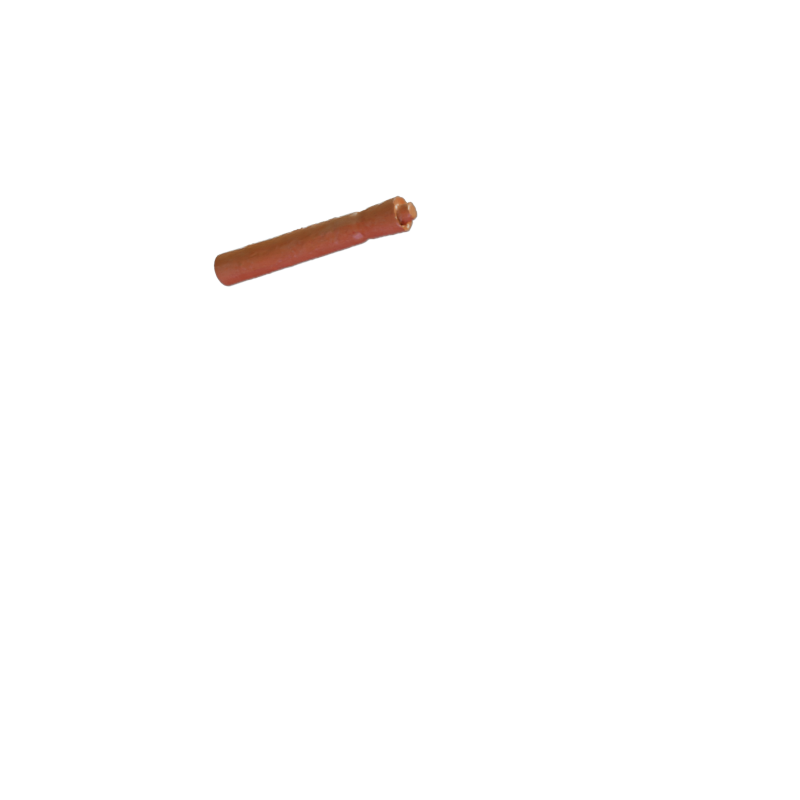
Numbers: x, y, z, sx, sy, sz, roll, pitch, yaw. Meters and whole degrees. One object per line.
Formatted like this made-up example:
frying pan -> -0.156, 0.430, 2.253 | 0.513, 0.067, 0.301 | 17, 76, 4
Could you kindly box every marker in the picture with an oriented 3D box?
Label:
marker -> -0.046, -0.083, 0.583 | 0.123, 0.020, 0.019 | -13, -3, 30
